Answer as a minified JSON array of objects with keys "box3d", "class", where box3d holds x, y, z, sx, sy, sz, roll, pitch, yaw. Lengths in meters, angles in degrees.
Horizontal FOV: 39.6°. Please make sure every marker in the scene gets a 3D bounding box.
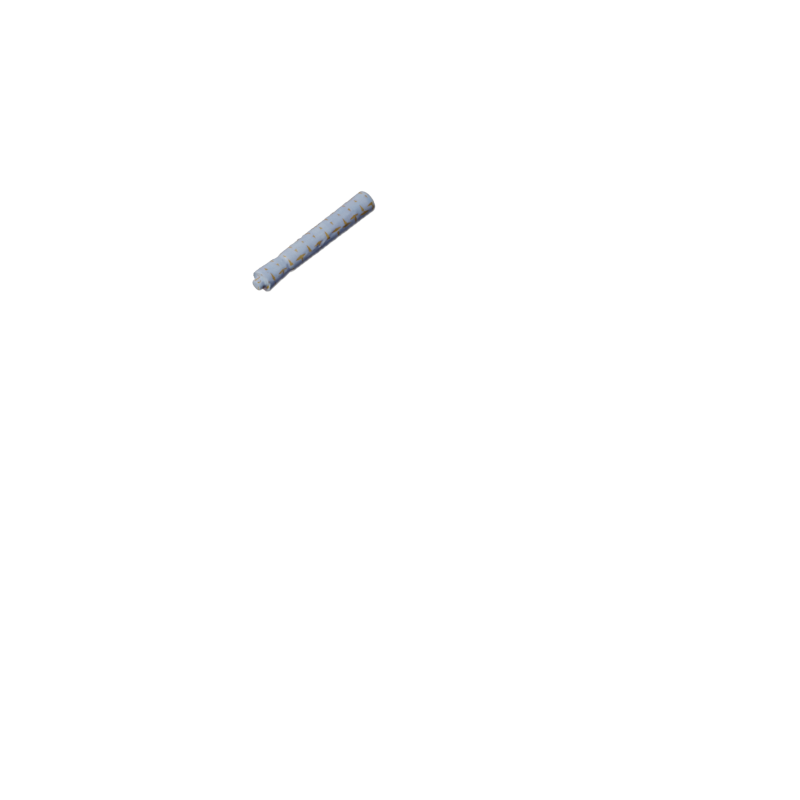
[{"box3d":[-0.067,-0.122,0.857,0.122,0.019,0.021,-42,25,-26],"class":"marker"}]
